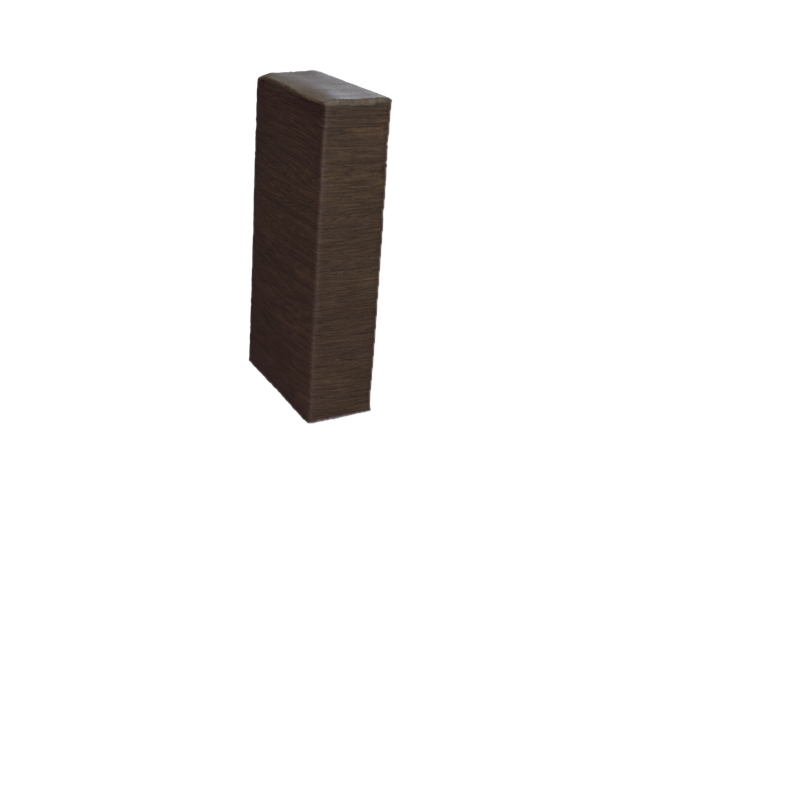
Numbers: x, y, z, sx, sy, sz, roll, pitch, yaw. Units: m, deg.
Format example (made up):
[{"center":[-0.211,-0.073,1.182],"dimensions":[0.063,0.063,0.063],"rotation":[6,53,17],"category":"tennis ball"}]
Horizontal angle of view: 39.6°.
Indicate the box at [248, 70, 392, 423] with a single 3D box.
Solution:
[{"center":[-0.048,-0.087,0.612],"dimensions":[0.047,0.169,0.100],"rotation":[-8,22,-26],"category":"box"}]
